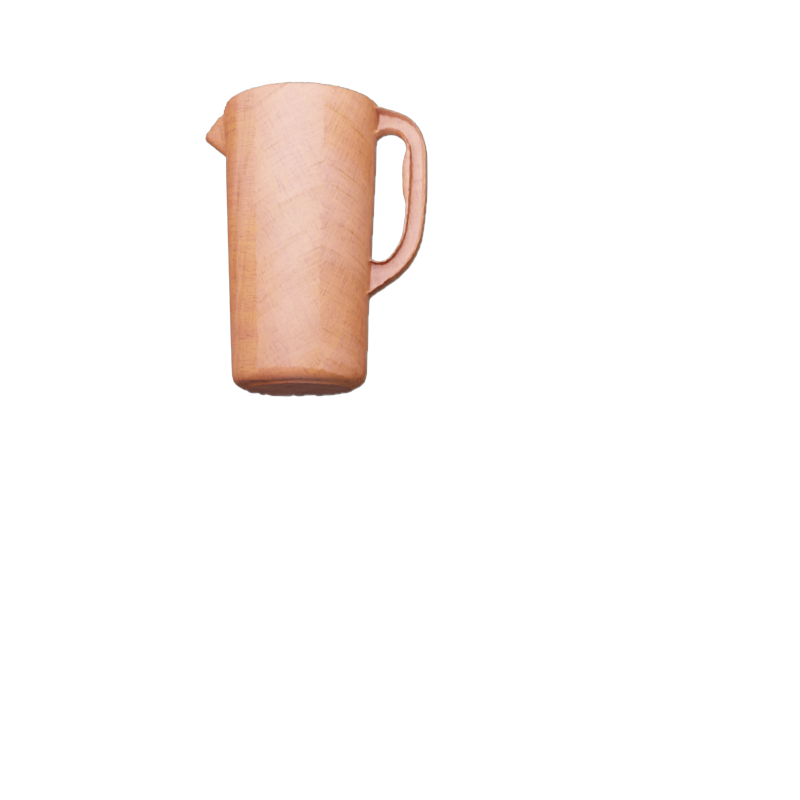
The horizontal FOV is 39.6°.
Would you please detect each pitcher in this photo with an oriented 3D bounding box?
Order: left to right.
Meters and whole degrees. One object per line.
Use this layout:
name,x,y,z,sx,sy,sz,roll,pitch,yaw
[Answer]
pitcher,-0.071,-0.130,0.910,0.138,0.251,0.151,9,-16,-37
